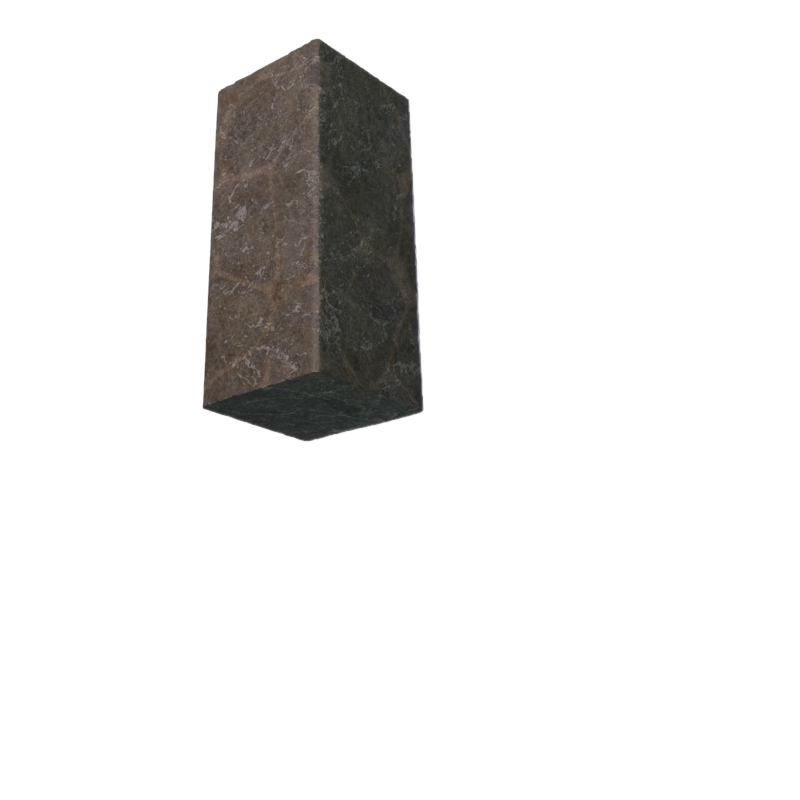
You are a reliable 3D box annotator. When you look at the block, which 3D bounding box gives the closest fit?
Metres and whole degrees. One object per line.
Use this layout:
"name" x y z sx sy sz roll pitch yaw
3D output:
"block" -0.051 -0.093 0.653 0.091 0.218 0.085 -20 -30 35
